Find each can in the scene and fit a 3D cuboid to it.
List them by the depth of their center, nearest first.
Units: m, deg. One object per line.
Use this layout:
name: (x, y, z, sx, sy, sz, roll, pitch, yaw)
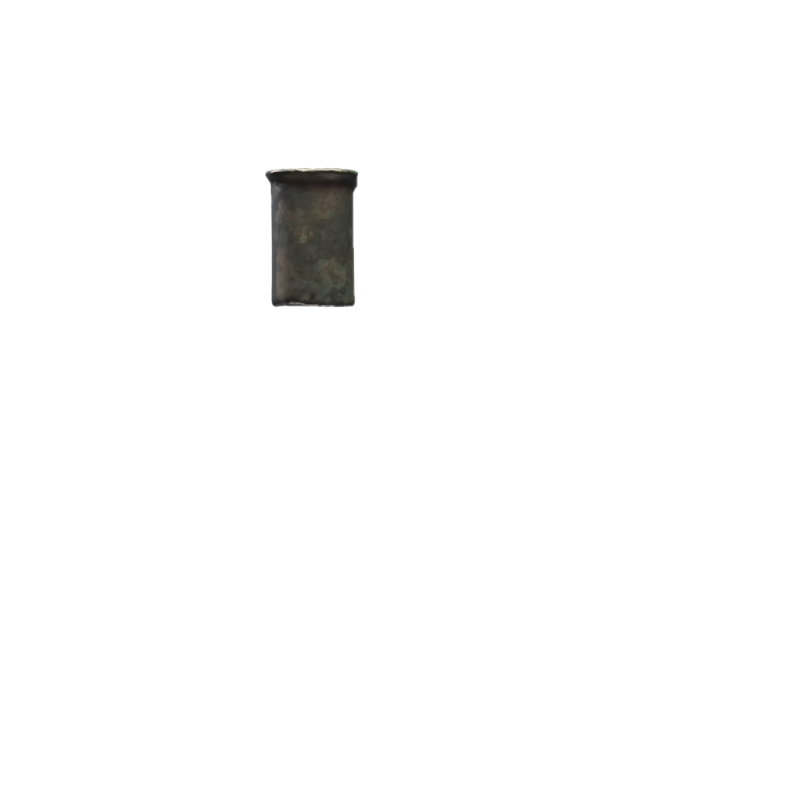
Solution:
can: (-0.056, -0.102, 0.713, 0.057, 0.084, 0.102, 0, 2, -2)
